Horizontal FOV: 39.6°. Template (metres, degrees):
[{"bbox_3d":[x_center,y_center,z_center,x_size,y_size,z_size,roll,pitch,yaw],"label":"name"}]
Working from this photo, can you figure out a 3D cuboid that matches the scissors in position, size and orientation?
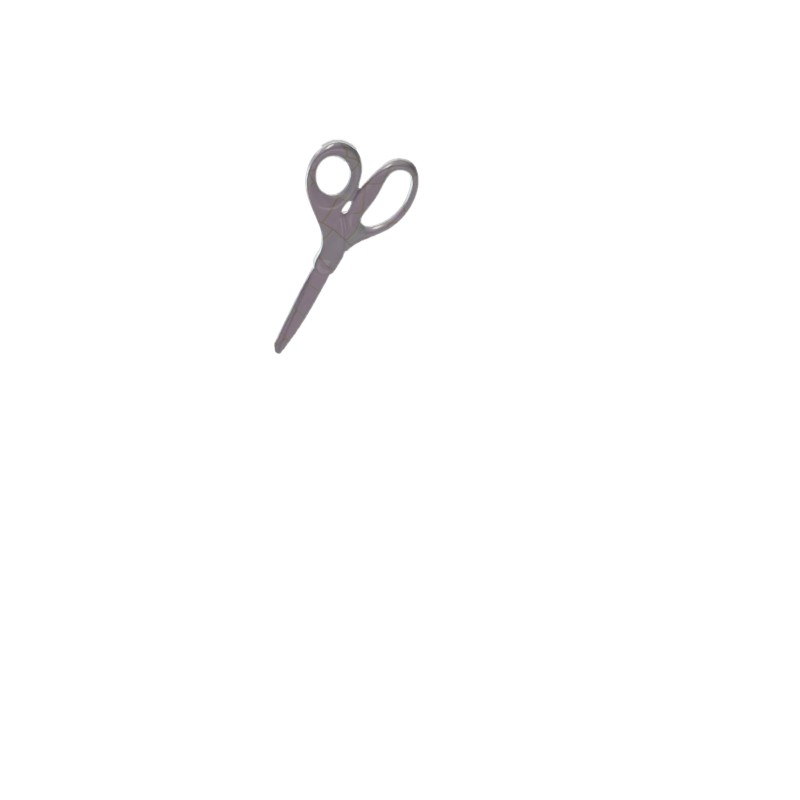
[{"bbox_3d":[-0.070,-0.127,0.890,0.092,0.199,0.017,39,22,-20],"label":"scissors"}]
